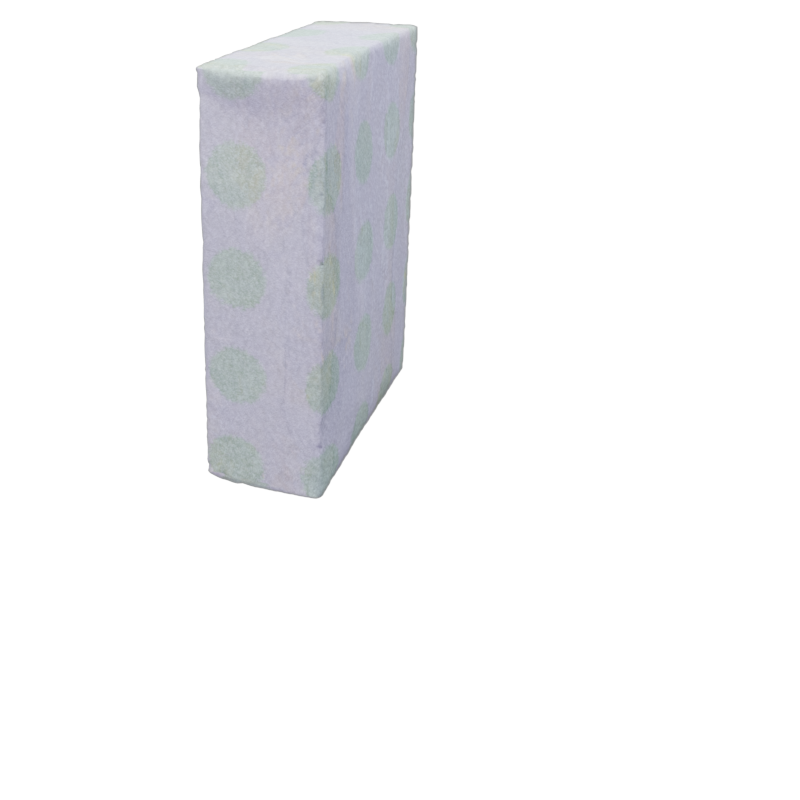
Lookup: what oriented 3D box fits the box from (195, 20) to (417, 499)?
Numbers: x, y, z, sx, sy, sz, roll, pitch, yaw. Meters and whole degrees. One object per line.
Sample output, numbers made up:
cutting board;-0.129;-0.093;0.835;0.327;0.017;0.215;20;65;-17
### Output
box;-0.046;-0.084;0.592;0.074;0.204;0.168;7;23;14
